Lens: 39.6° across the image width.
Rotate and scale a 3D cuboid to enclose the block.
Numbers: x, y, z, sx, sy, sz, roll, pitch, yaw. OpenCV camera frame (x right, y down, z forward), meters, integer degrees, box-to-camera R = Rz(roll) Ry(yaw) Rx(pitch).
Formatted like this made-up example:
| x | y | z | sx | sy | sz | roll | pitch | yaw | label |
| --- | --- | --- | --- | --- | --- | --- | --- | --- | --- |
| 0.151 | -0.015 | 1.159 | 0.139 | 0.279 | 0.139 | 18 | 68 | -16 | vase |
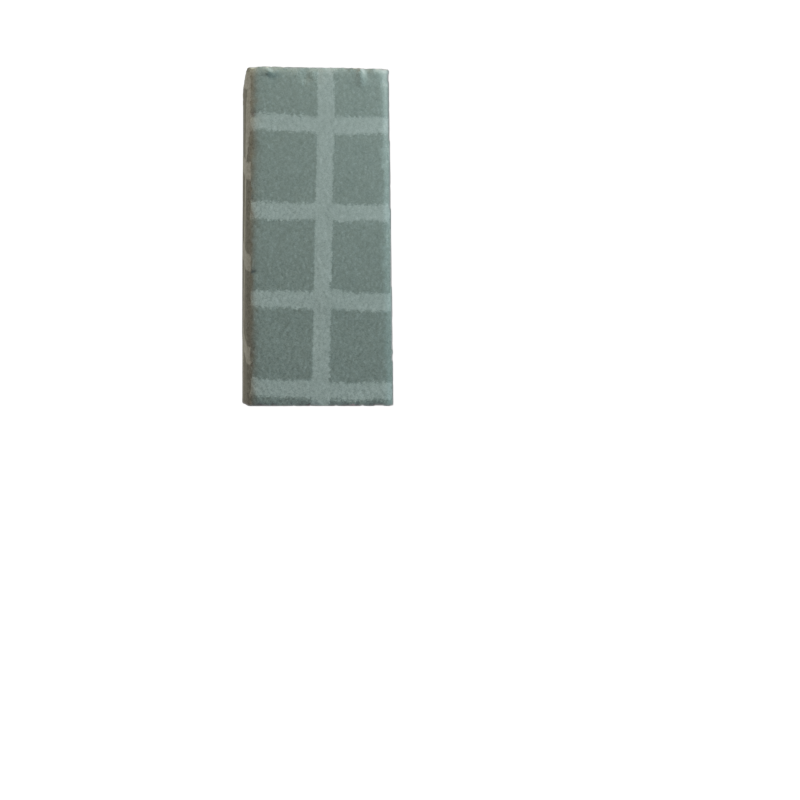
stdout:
| x | y | z | sx | sy | sz | roll | pitch | yaw | label |
| --- | --- | --- | --- | --- | --- | --- | --- | --- | --- |
| -0.056 | -0.102 | 0.710 | 0.090 | 0.209 | 0.090 | 0 | -5 | -7 | block |
